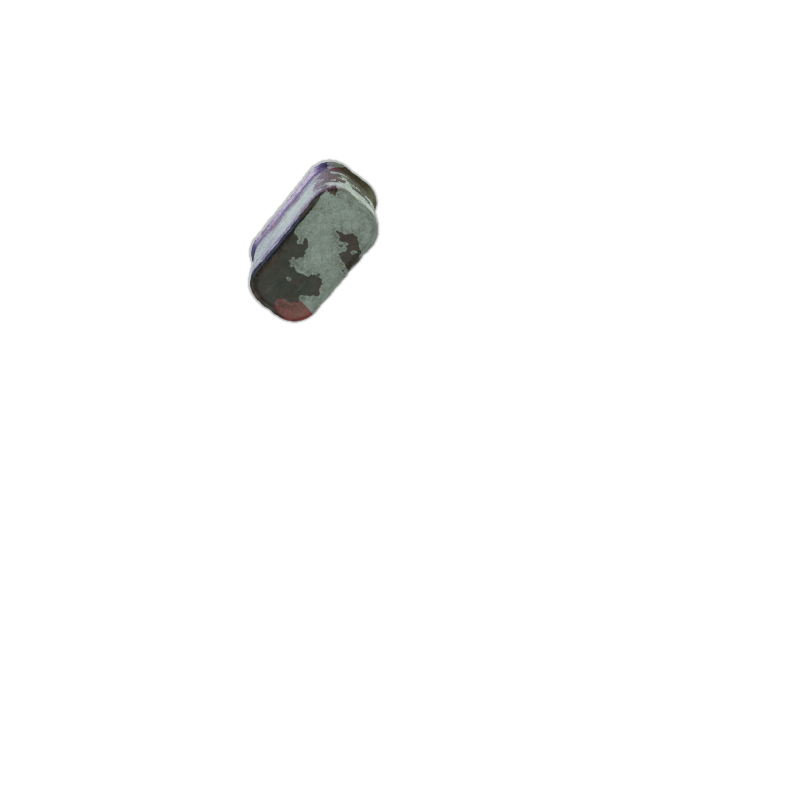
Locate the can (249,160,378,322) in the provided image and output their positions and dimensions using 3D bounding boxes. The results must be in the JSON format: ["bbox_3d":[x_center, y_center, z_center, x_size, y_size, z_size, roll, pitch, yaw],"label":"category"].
[{"bbox_3d":[-0.060,-0.110,0.771,0.056,0.101,0.087,38,13,-14],"label":"can"}]
